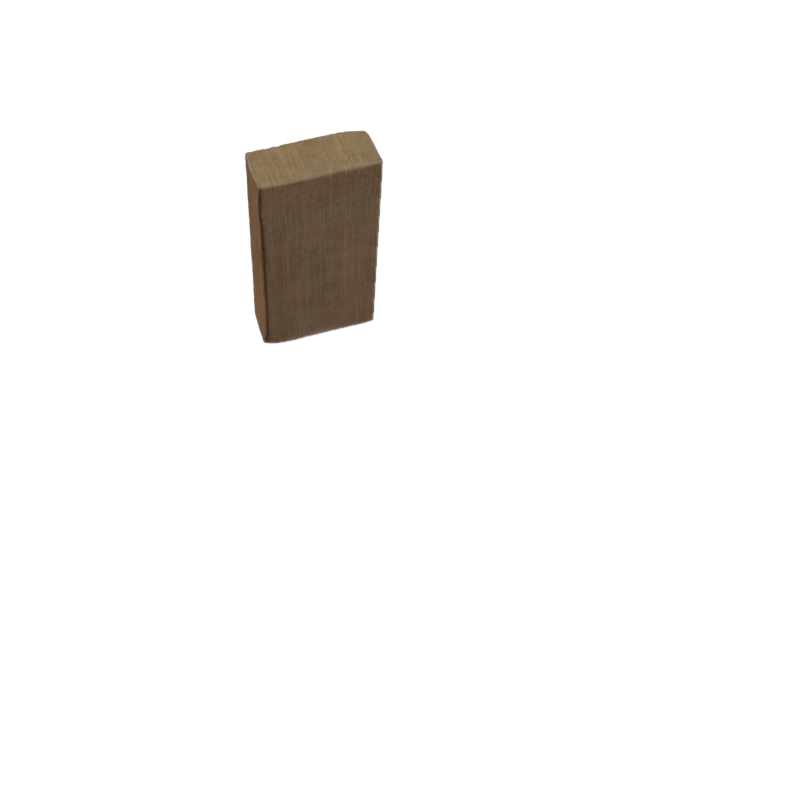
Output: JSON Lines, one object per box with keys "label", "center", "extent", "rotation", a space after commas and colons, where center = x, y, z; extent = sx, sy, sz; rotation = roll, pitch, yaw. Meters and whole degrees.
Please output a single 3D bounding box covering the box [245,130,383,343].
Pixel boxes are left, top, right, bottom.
{"label": "box", "center": [-0.065, -0.119, 0.834], "extent": [0.092, 0.052, 0.164], "rotation": [-13, -39, -14]}
